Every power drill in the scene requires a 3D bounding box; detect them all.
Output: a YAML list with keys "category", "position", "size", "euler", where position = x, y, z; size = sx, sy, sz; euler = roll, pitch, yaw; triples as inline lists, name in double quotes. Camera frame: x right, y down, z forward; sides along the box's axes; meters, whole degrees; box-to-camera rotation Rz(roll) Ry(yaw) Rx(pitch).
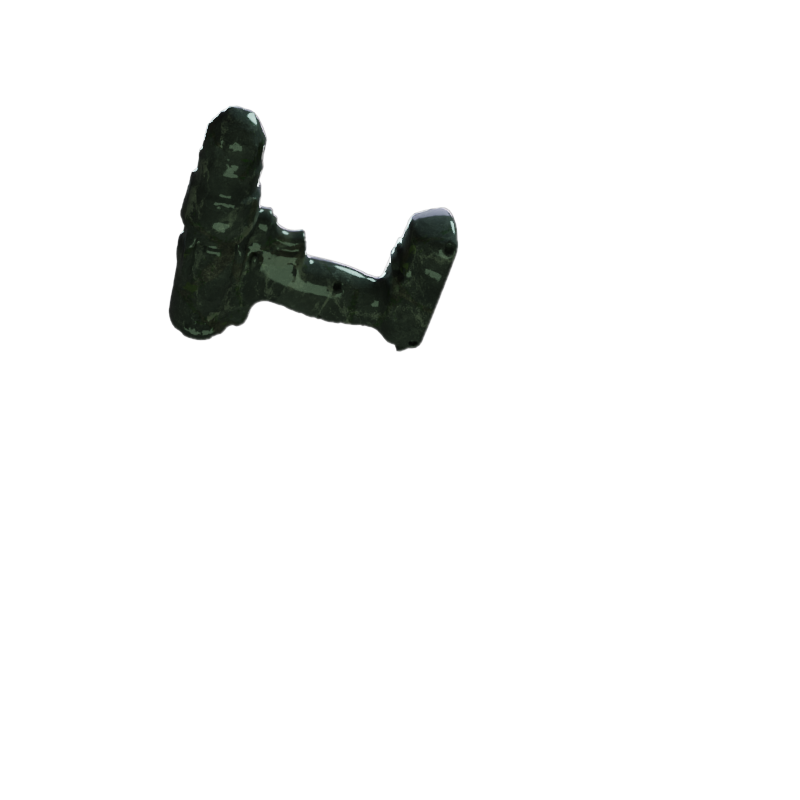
- category: "power drill"
  position: [-0.060, -0.110, 0.768]
  size: [0.185, 0.175, 0.061]
  euler: [11, 40, -9]
